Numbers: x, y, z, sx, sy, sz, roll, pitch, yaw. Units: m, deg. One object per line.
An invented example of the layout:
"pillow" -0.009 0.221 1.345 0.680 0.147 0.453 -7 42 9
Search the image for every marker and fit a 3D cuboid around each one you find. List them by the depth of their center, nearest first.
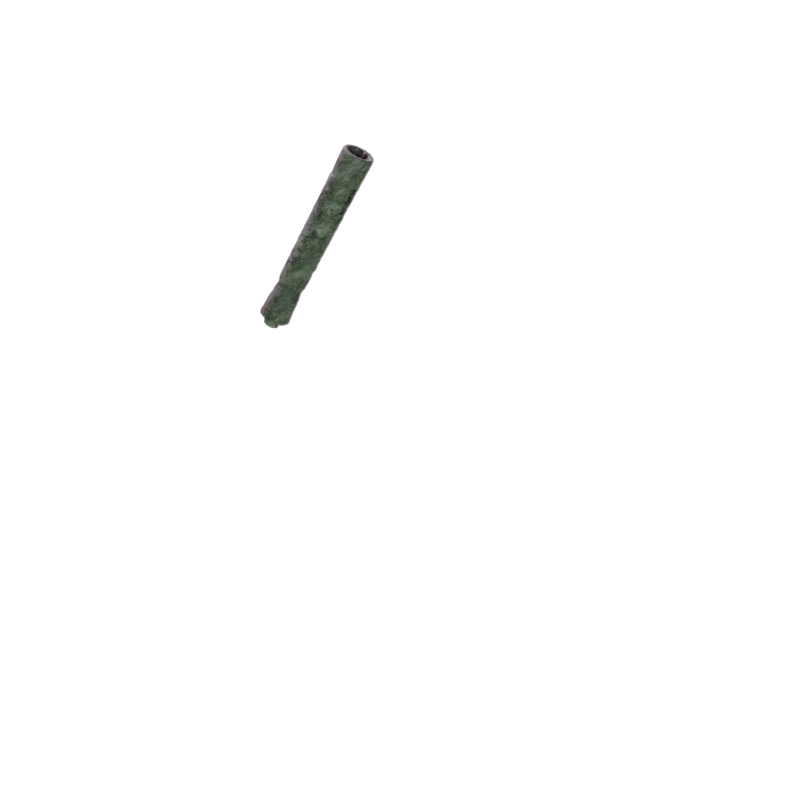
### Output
"marker" -0.050 -0.090 0.632 0.019 0.117 0.021 23 27 -16
